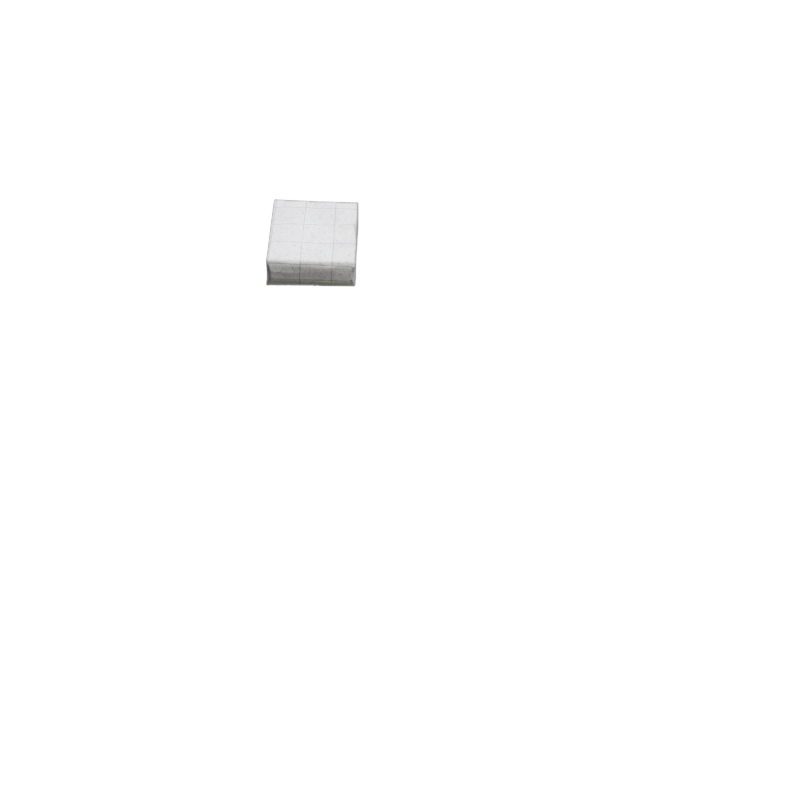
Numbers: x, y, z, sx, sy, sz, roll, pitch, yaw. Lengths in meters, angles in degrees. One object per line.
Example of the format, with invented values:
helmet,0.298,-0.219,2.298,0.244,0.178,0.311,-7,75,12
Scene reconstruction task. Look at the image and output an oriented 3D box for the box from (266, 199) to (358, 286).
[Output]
box,-0.072,-0.131,0.920,0.073,0.028,0.095,1,40,1
